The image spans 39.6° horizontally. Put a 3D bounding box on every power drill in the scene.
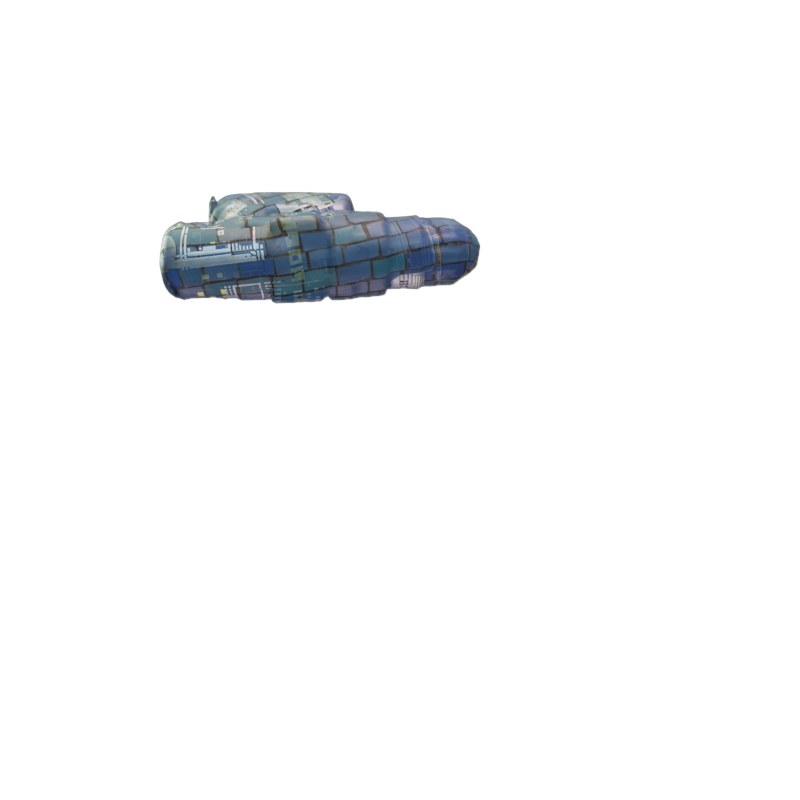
[{"bbox_3d":[-0.055,-0.101,0.708,0.183,0.056,0.193,-1,12,-6],"label":"power drill"}]
